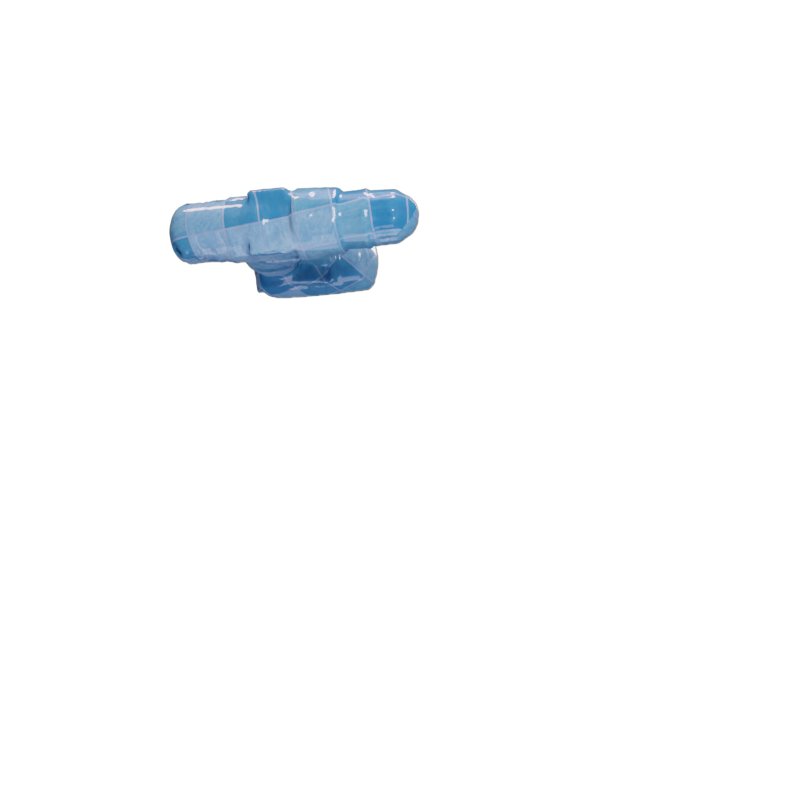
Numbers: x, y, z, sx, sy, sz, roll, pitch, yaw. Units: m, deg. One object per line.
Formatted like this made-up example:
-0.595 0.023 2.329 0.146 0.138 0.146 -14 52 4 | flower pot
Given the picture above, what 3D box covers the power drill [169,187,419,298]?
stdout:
-0.068 -0.125 0.873 0.187 0.059 0.181 -1 -6 10 | power drill
